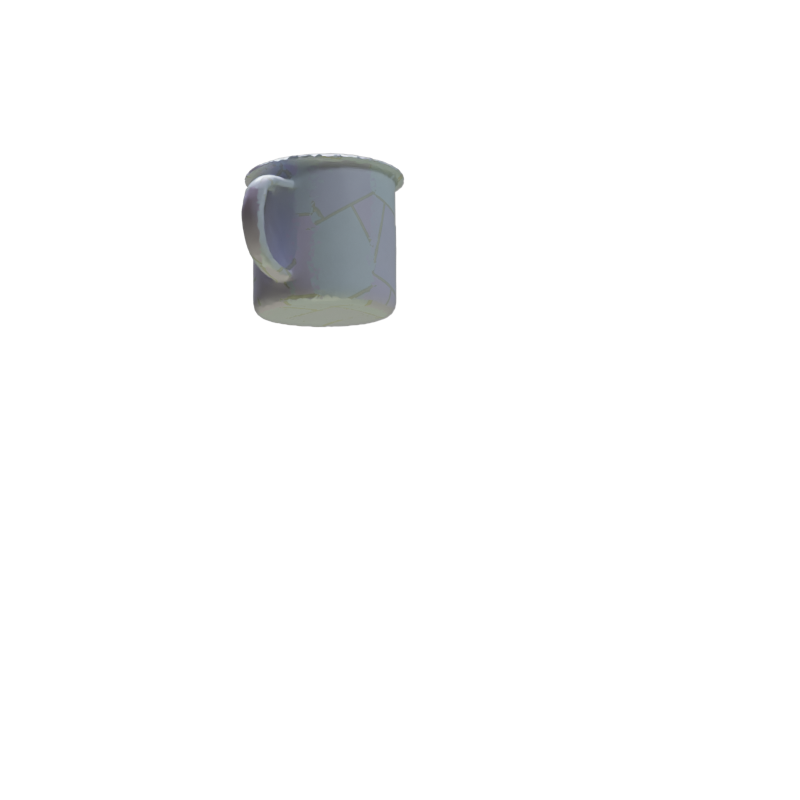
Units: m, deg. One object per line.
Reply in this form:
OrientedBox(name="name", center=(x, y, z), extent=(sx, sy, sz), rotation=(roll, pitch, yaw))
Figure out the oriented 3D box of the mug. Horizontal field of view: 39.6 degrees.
OrientedBox(name="mug", center=(-0.049, -0.090, 0.627), extent=(0.095, 0.084, 0.111), rotation=(-6, -12, 29))
